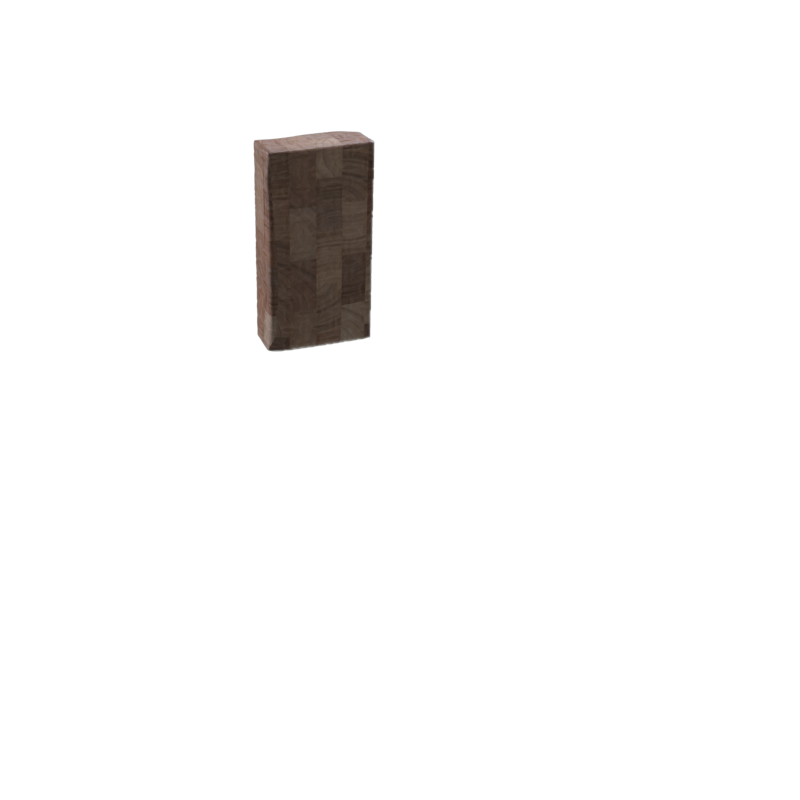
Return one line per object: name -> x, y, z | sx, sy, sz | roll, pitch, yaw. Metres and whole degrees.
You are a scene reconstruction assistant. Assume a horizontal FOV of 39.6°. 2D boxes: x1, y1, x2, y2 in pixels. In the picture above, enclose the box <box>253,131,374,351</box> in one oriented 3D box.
box -> -0.072, -0.131, 0.916 | 0.091, 0.168, 0.051 | -7, 23, -21
